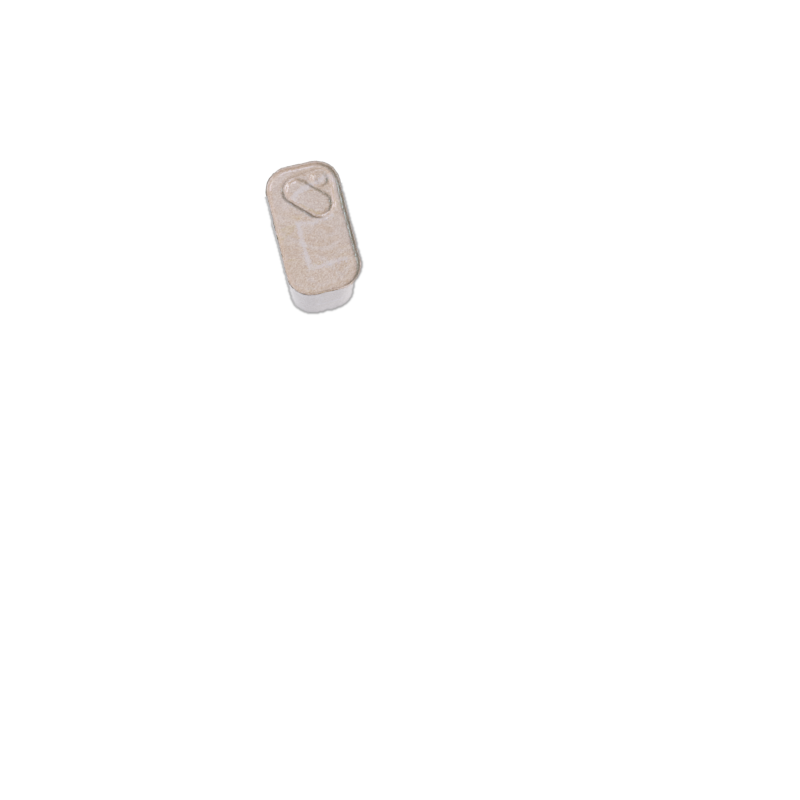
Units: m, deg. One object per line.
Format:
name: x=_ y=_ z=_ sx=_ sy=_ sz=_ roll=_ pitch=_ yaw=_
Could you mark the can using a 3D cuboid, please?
can: x=-0.068 y=-0.123 z=0.862 sx=0.057 sy=0.106 sz=0.081 roll=-14 pitch=-12 yaw=-5
